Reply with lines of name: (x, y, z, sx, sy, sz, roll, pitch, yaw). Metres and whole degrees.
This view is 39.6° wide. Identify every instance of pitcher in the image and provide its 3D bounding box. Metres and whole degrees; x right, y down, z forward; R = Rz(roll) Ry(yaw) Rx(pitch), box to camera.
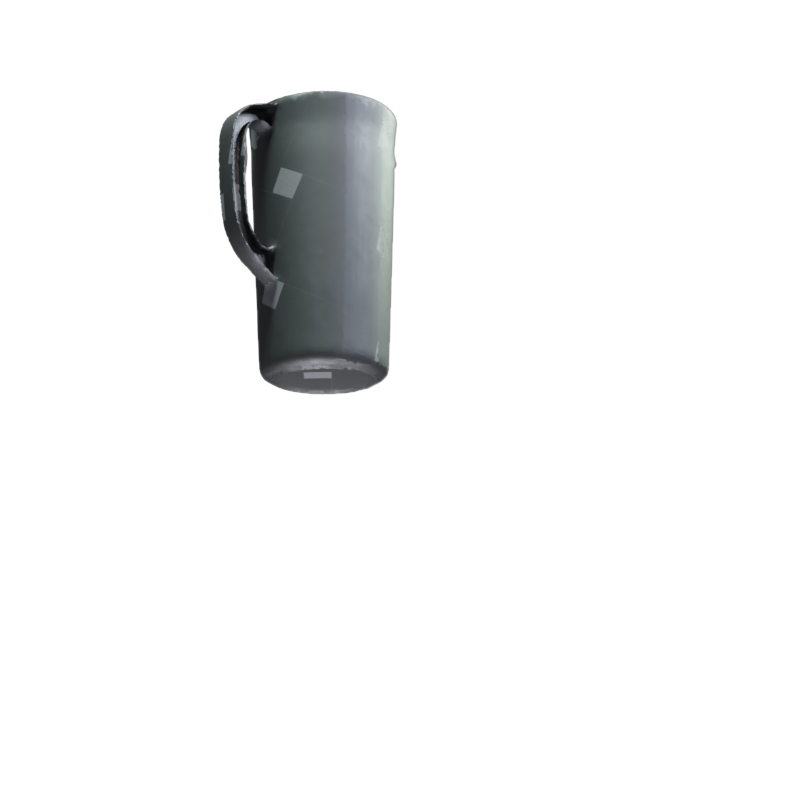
pitcher: (-0.074, -0.136, 0.951, 0.150, 0.254, 0.138, -2, -19, 2)
